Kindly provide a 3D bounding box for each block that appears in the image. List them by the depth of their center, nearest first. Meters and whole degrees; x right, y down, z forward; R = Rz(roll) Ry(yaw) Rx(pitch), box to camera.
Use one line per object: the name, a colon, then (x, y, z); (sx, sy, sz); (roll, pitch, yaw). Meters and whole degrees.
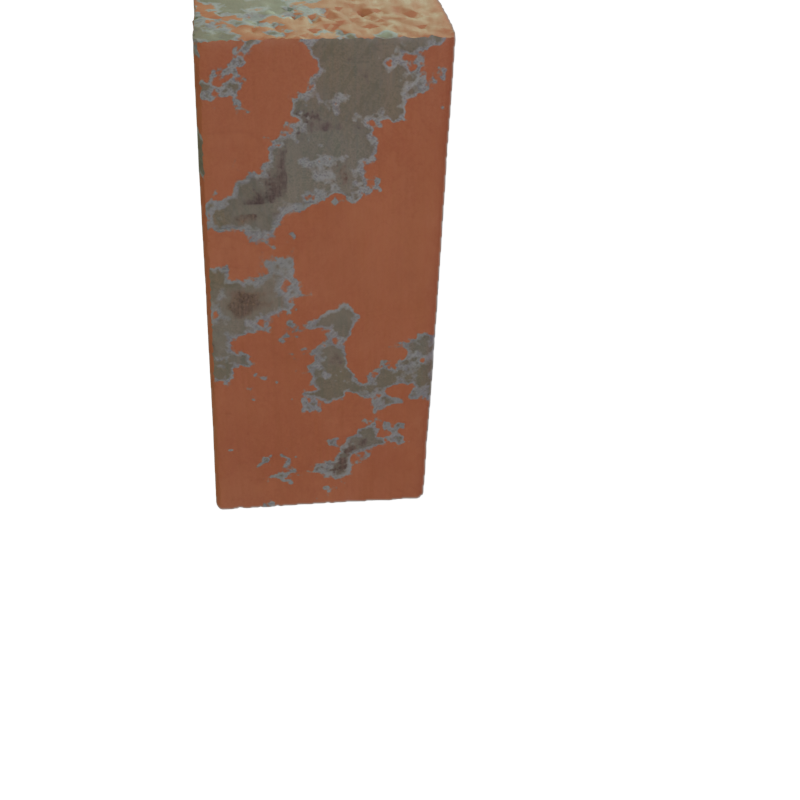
block: (-0.035, -0.065, 0.455); (0.090, 0.193, 0.097); (-2, 33, -7)
